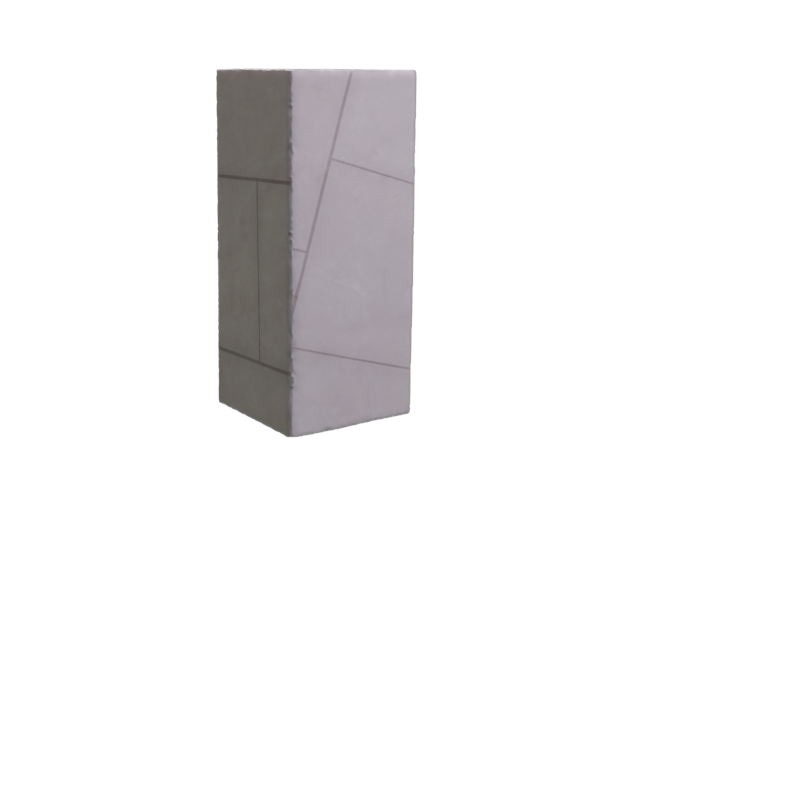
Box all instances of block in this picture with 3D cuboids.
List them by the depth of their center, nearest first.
[{"bbox_3d":[-0.052,-0.095,0.668,0.087,0.202,0.095,-6,12,-35],"label":"block"}]
